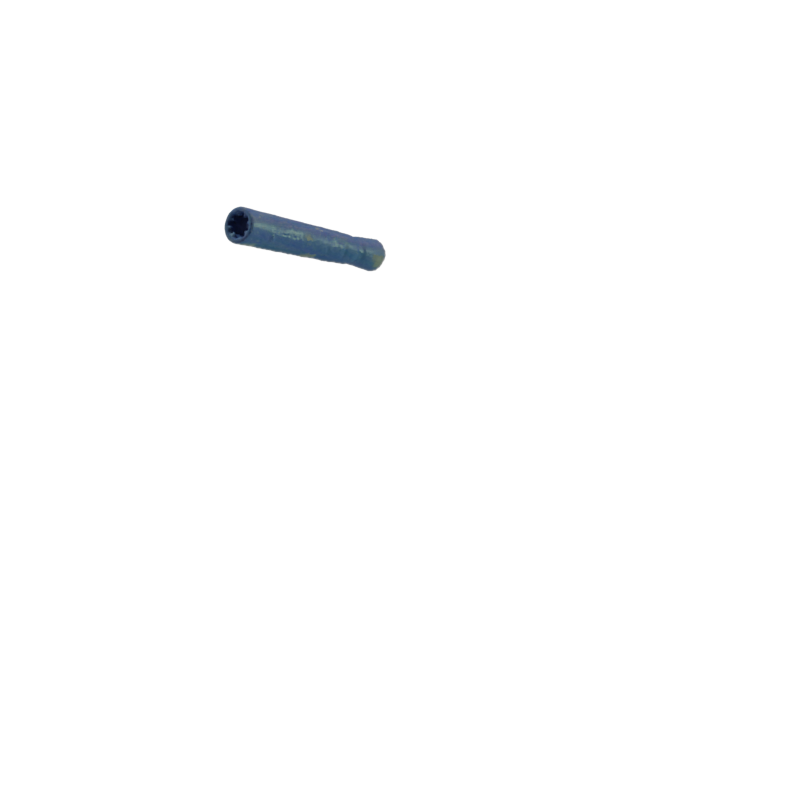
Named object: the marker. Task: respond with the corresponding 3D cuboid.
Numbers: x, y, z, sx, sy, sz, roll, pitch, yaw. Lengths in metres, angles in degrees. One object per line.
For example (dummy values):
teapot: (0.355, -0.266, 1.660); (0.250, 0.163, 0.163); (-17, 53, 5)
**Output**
marker: (-0.046, -0.085, 0.593); (0.021, 0.020, 0.115); (3, 0, 36)
